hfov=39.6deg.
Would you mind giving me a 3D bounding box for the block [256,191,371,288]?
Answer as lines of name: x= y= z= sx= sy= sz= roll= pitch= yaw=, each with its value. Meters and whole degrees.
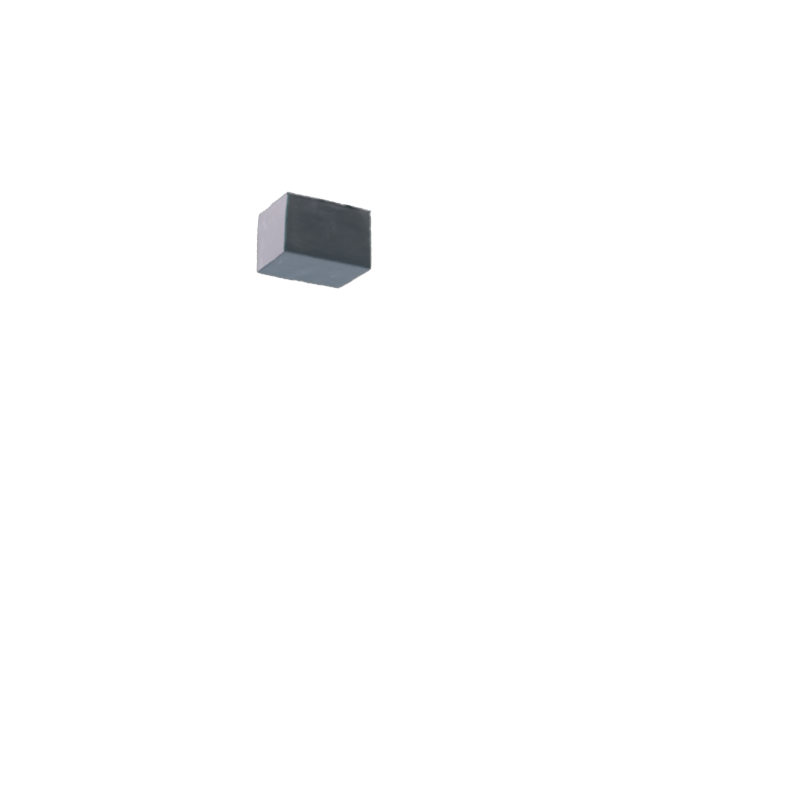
block: x=-0.068 y=-0.125 z=0.873 sx=0.075 sy=0.054 sz=0.053 roll=9 pitch=-21 yaw=-29
